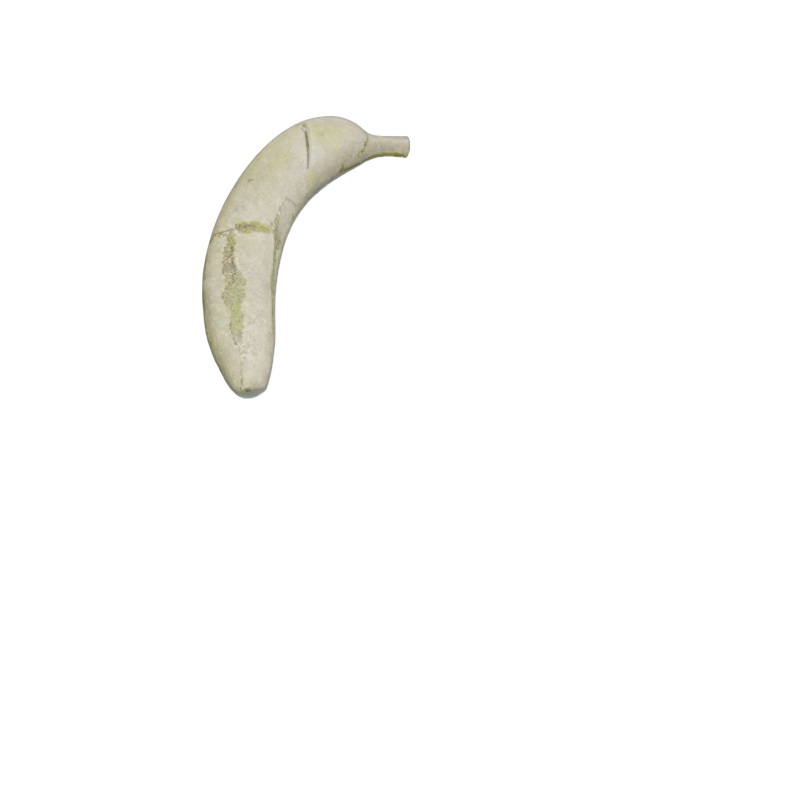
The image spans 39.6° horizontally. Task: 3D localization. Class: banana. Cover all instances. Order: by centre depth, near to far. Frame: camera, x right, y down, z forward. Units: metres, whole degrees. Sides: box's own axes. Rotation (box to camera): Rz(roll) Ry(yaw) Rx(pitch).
[{"bbox_3d":[-0.060,-0.089,0.567,0.072,0.206,0.034,18,-37,13],"label":"banana"}]
